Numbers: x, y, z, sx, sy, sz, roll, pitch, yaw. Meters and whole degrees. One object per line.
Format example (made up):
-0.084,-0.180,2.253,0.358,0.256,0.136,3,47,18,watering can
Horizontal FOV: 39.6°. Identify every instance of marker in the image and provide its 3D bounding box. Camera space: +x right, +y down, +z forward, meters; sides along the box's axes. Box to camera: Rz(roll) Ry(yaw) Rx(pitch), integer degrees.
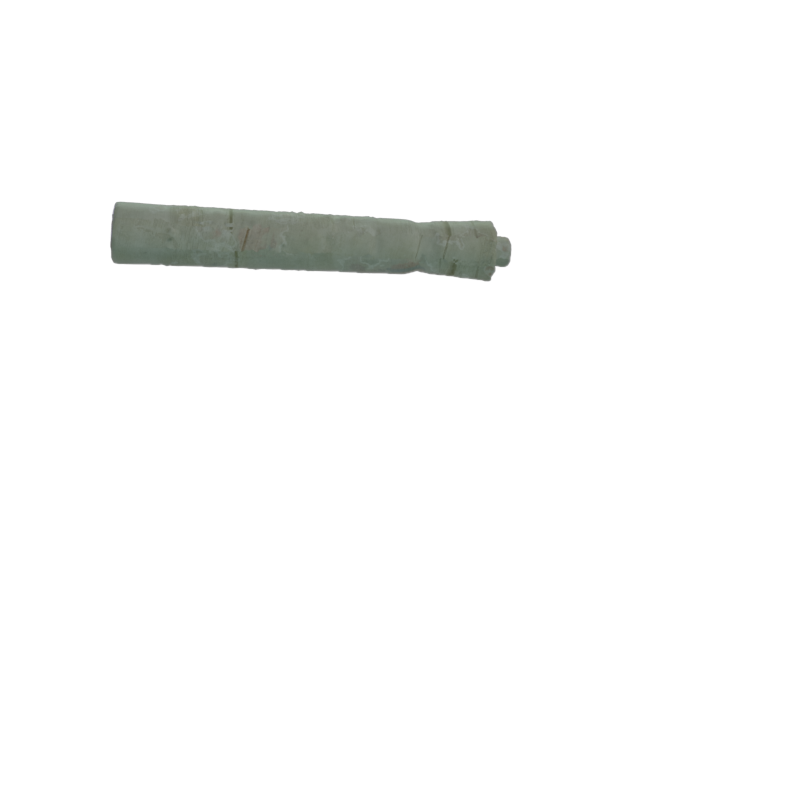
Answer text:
-0.026,-0.048,0.338,0.120,0.020,0.020,2,4,-3,marker
